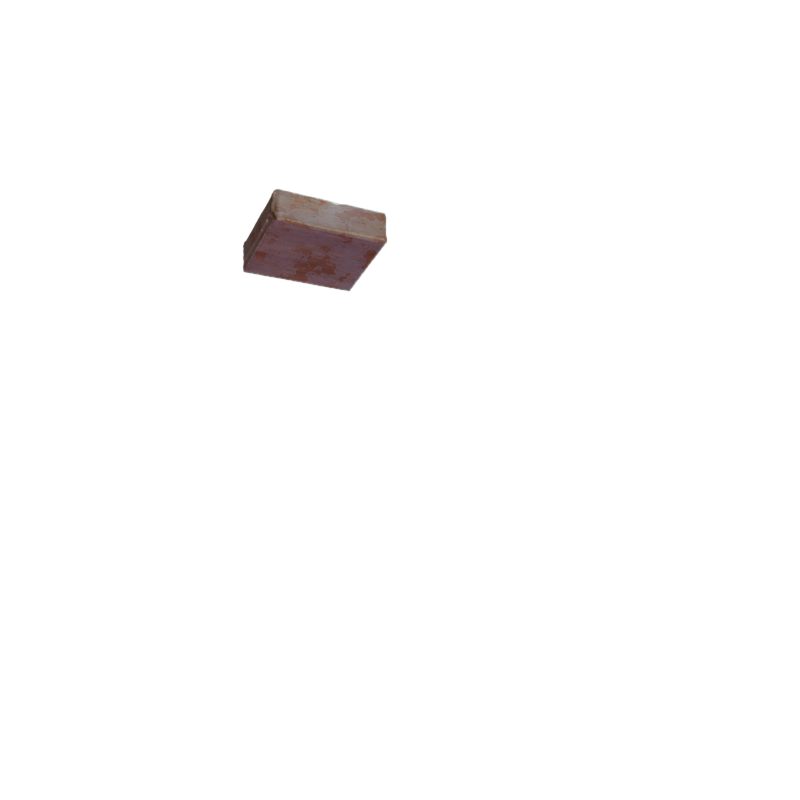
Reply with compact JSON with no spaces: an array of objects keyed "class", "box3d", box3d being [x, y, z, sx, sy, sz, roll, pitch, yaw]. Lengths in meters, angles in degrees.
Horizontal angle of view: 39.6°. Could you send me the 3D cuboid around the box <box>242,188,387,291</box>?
[{"class":"box","box3d":[-0.064,-0.117,0.819,0.087,0.032,0.071,11,-31,-19]}]
